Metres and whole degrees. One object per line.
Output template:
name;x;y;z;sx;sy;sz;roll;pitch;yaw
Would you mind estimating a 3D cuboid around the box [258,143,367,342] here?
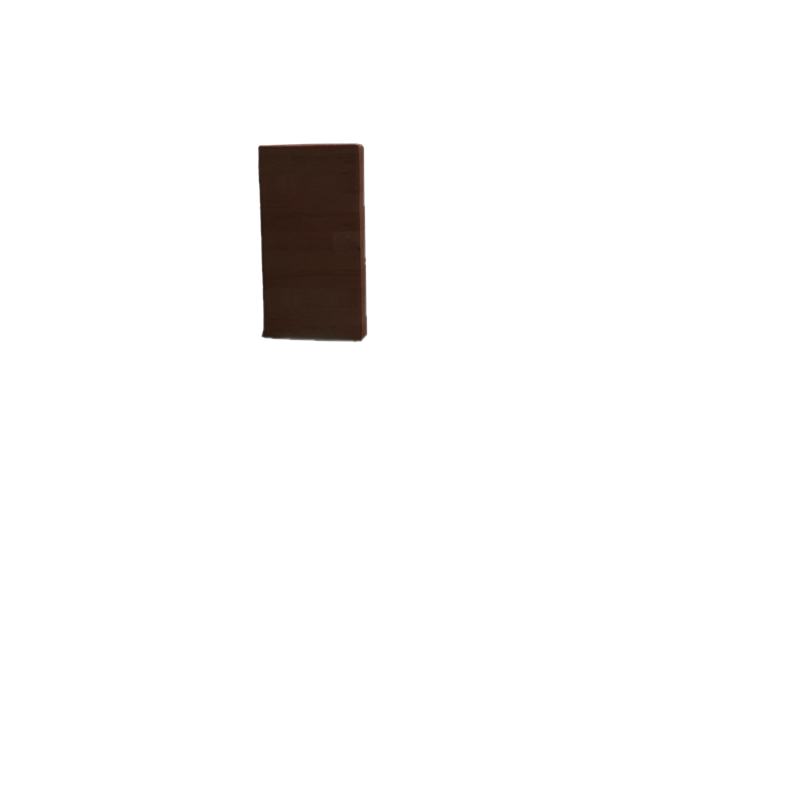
box;-0.078;-0.143;0.999;0.095;0.175;0.048;1;3;10
